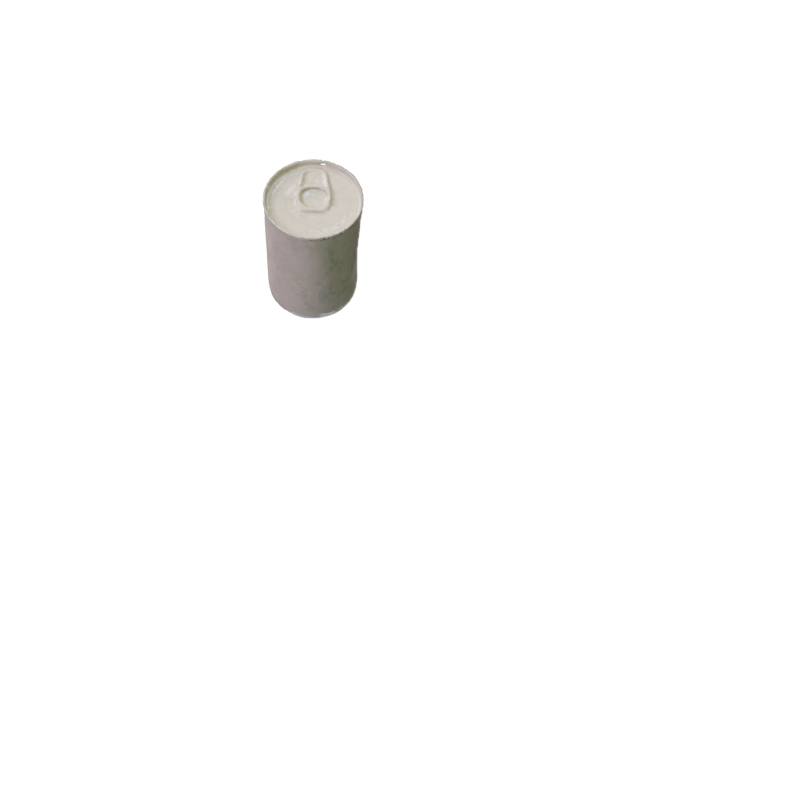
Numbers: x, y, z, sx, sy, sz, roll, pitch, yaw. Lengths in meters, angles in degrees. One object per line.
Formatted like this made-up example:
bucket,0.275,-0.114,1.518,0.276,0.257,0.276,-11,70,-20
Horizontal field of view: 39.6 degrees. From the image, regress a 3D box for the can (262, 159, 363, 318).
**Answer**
can,-0.061,-0.112,0.784,0.068,0.073,0.096,0,-31,-3
